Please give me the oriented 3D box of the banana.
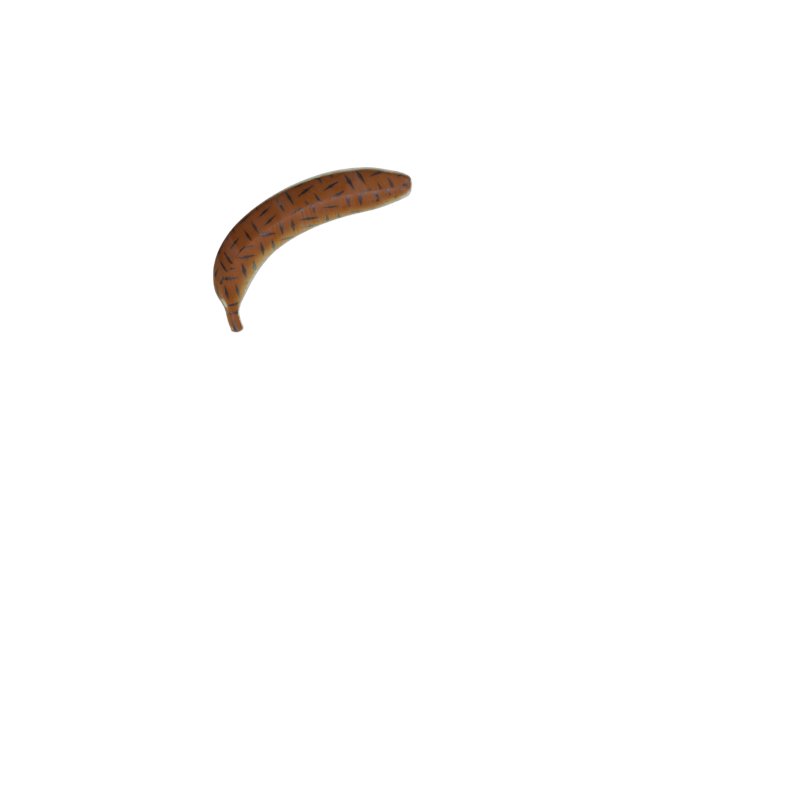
[{"bbox_3d":[-0.084,-0.134,0.873,0.196,0.066,0.039,-35,29,22],"label":"banana"}]
